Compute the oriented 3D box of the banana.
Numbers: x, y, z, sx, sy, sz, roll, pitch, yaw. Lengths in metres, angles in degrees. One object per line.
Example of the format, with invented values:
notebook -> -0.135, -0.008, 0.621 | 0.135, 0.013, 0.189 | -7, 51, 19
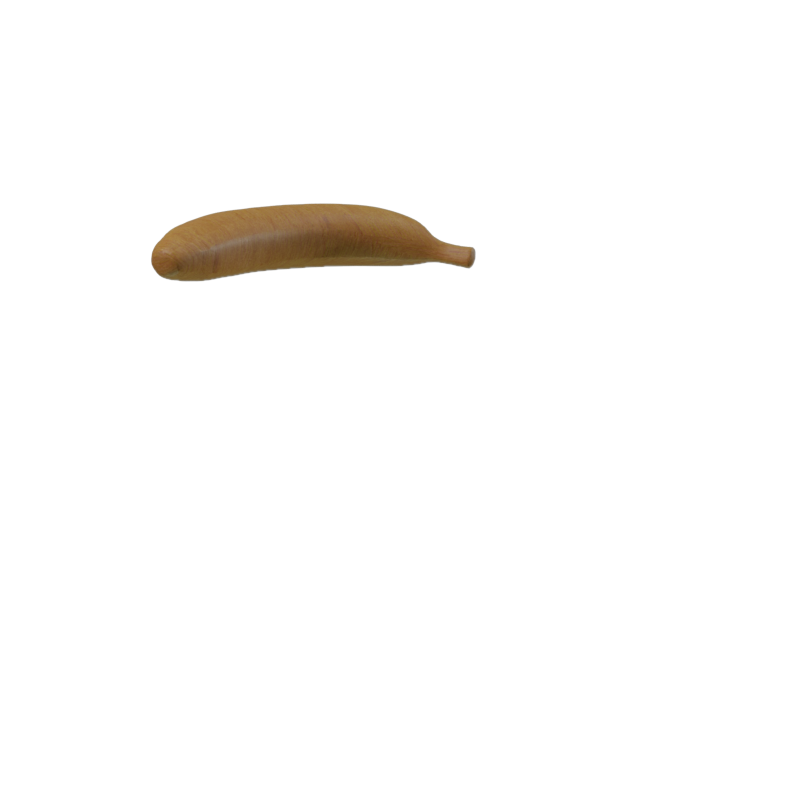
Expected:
banana -> -0.054, -0.087, 0.597 | 0.192, 0.036, 0.073 | -8, 13, -34
